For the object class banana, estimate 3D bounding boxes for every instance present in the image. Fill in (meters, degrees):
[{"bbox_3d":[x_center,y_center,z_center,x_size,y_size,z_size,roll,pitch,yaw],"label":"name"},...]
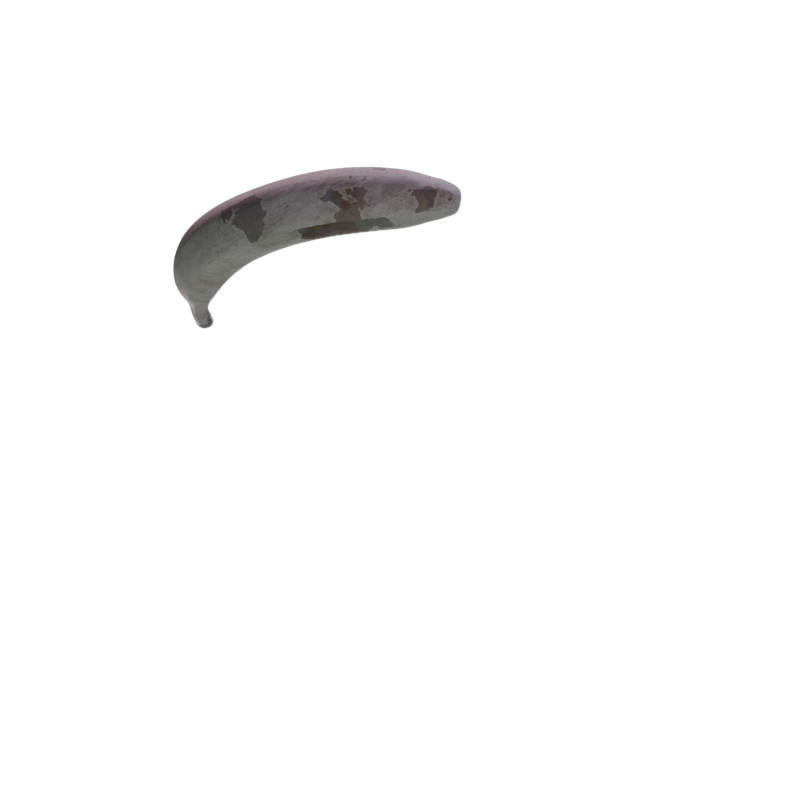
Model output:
[{"bbox_3d":[-0.064,-0.096,0.625,0.200,0.039,0.065,-18,-32,33],"label":"banana"}]
